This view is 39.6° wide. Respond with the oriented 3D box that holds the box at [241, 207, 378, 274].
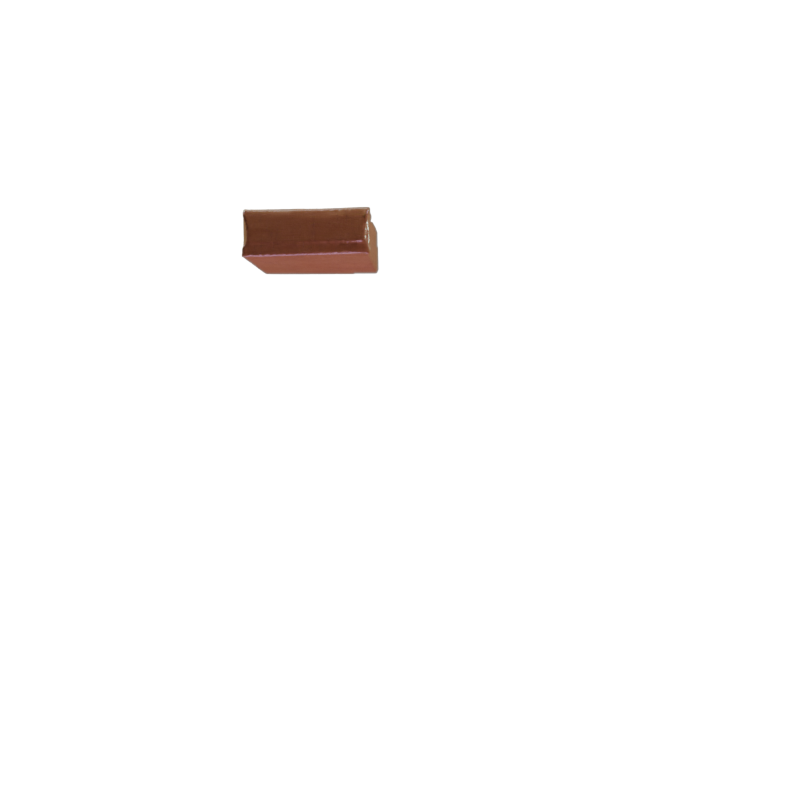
[{"bbox_3d":[-0.052,-0.095,0.663,0.074,0.031,0.087,0,-2,4],"label":"box"}]
